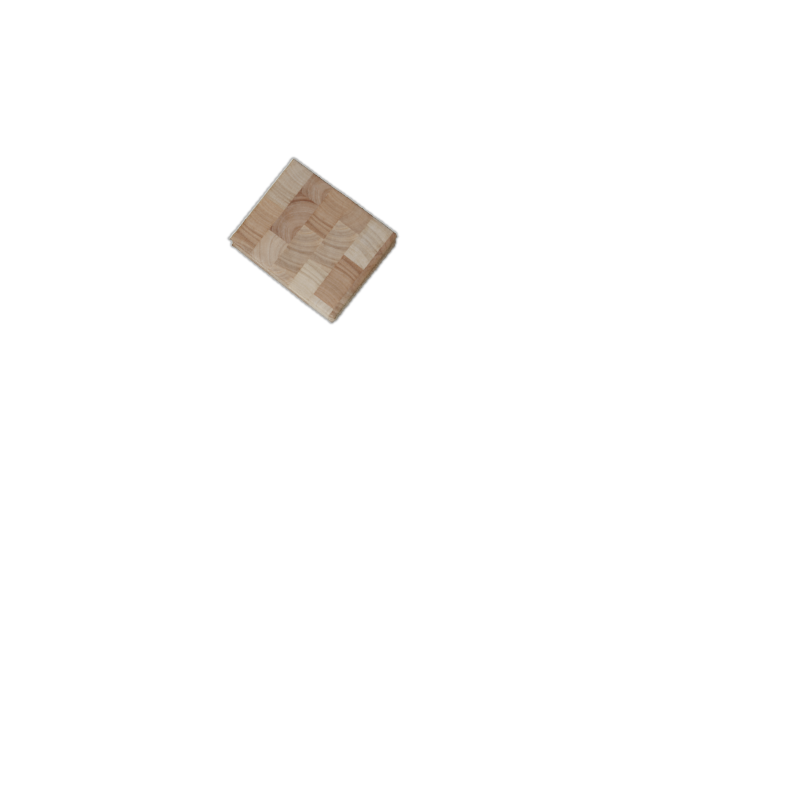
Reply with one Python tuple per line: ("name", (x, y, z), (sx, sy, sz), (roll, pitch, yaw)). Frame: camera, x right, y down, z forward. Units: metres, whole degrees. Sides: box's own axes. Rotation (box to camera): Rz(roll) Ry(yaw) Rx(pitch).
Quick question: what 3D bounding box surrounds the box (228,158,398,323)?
("box", (-0.073, -0.133, 0.932), (0.116, 0.091, 0.038), (36, -11, 8))
